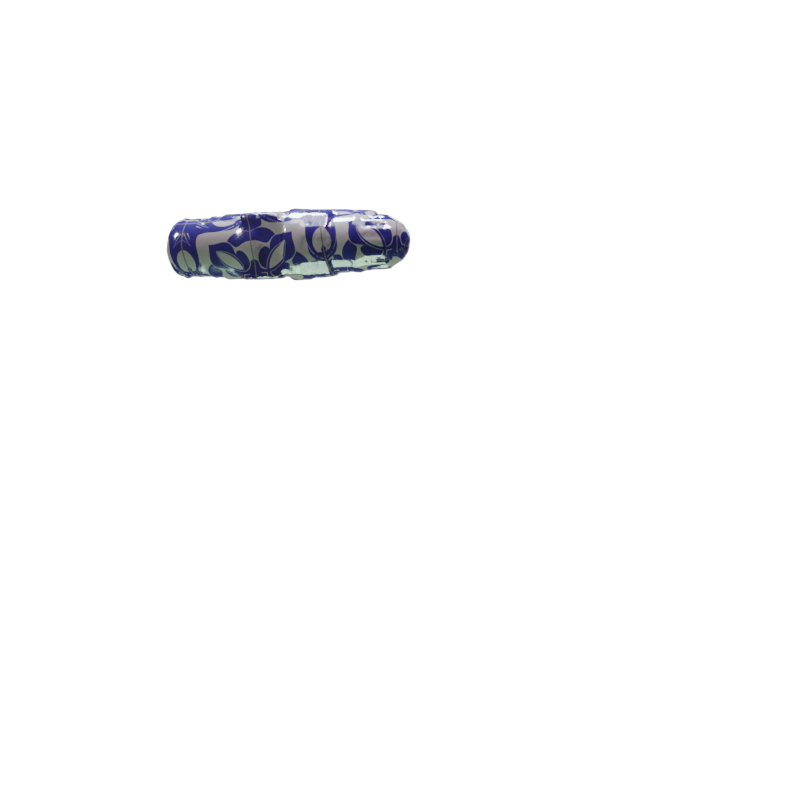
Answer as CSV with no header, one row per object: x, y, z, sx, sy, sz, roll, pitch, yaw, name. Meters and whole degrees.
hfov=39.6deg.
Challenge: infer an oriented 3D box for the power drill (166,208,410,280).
-0.069,-0.126,0.882,0.188,0.057,0.185,2,7,14,power drill
